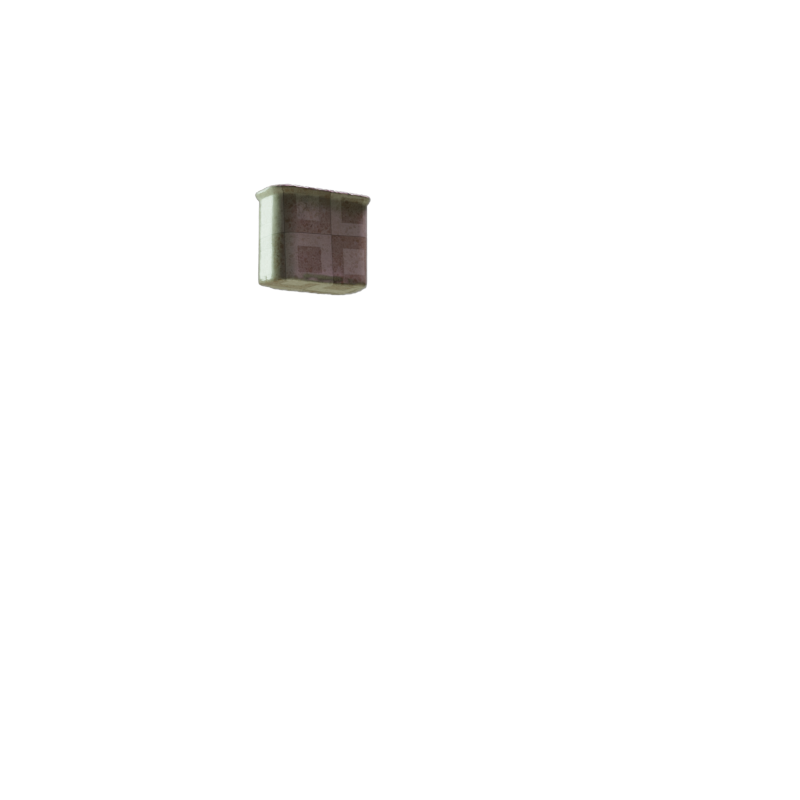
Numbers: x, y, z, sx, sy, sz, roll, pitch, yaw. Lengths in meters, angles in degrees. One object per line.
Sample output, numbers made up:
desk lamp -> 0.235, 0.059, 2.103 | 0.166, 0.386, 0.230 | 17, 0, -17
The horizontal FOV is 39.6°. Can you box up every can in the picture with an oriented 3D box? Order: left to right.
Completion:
can -> -0.077, -0.140, 0.980 | 0.098, 0.086, 0.058 | 4, -10, -31
